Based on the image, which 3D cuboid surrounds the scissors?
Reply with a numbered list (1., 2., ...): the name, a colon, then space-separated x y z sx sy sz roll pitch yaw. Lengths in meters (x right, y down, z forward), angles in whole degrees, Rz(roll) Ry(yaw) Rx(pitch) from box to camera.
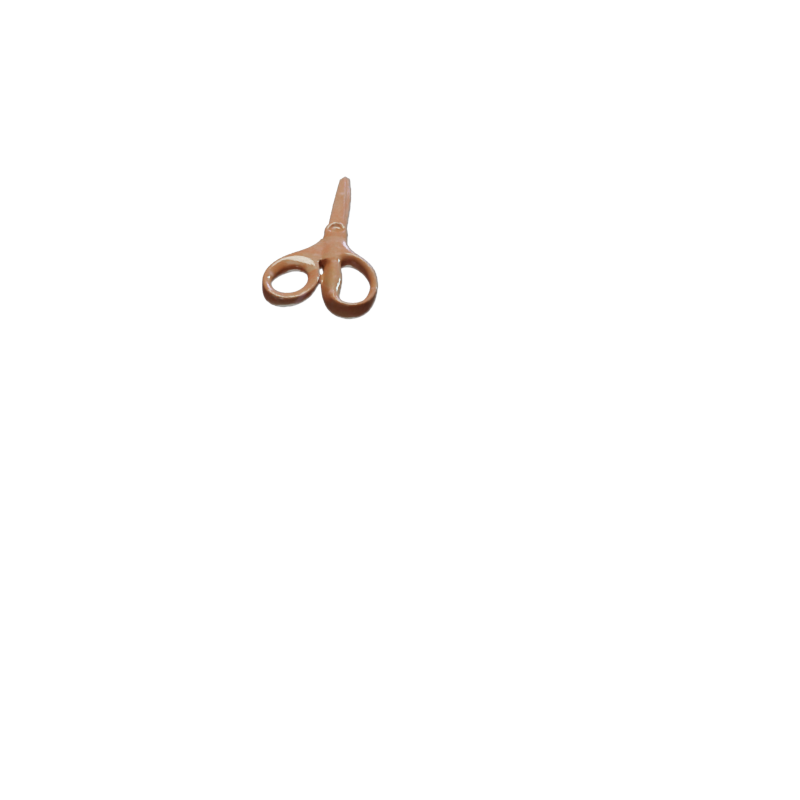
1. scissors: -0.070 -0.127 0.889 0.095 0.015 0.217 -7 38 -9
